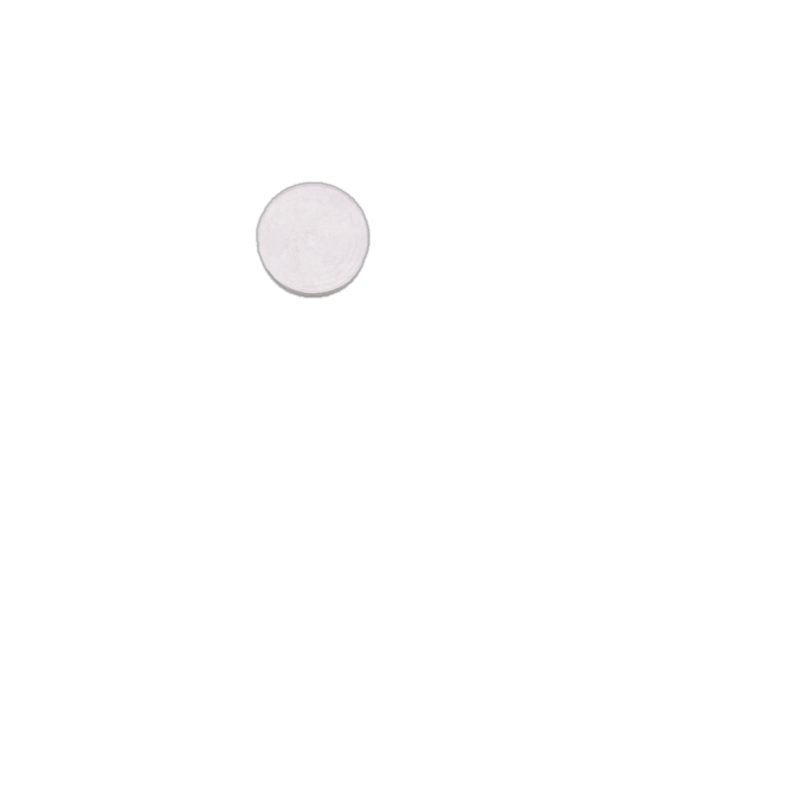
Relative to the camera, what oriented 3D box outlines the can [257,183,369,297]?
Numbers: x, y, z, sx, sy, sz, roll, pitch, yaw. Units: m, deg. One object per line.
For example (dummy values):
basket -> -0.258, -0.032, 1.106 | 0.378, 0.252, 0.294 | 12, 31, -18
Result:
can -> -0.067, -0.123, 0.860 | 0.086, 0.088, 0.033 | 0, -10, -1
